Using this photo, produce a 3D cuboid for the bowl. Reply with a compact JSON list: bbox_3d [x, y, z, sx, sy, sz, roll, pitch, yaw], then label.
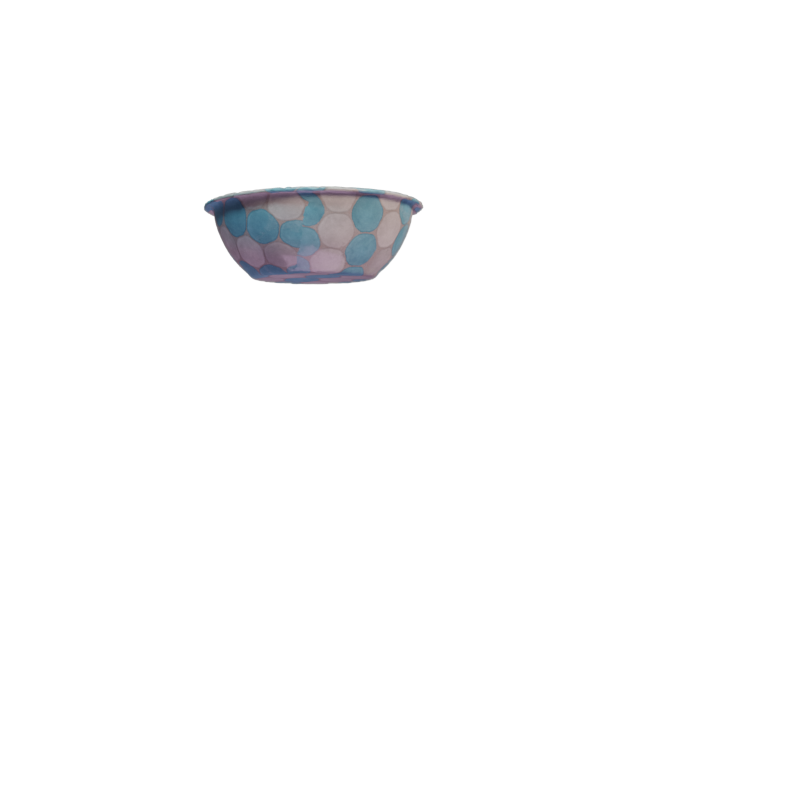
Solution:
[{"bbox_3d":[-0.064,-0.117,0.817,0.162,0.056,0.161,0,0,-2],"label":"bowl"}]
